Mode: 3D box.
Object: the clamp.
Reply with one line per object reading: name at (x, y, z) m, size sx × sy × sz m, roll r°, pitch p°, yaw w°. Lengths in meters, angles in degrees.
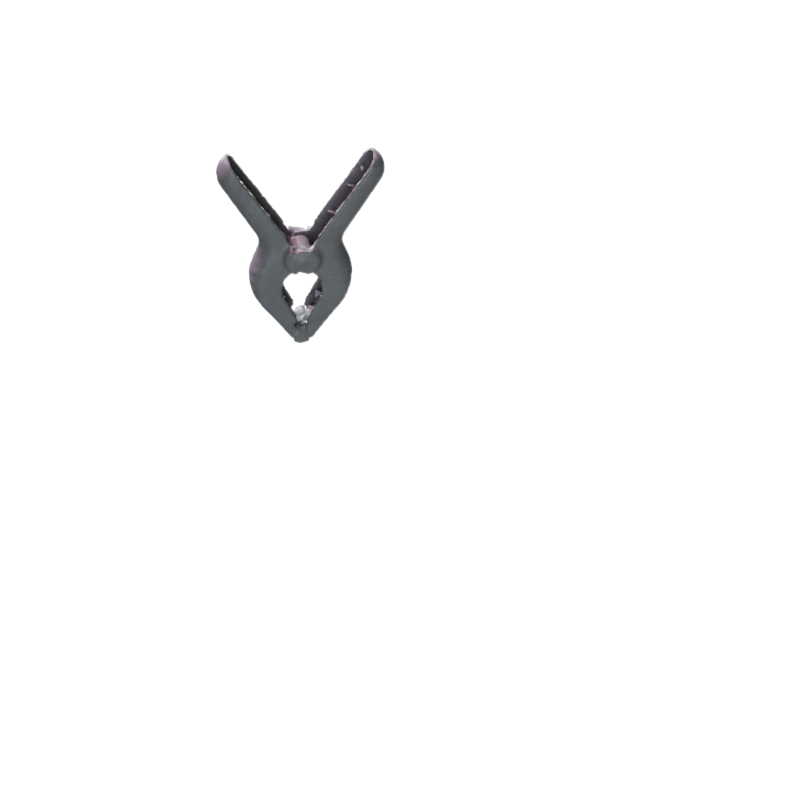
clamp at (-0.066, -0.119, 0.837) m, size 0.121 × 0.159 × 0.042 m, roll -5°, pitch 41°, yaw 4°
